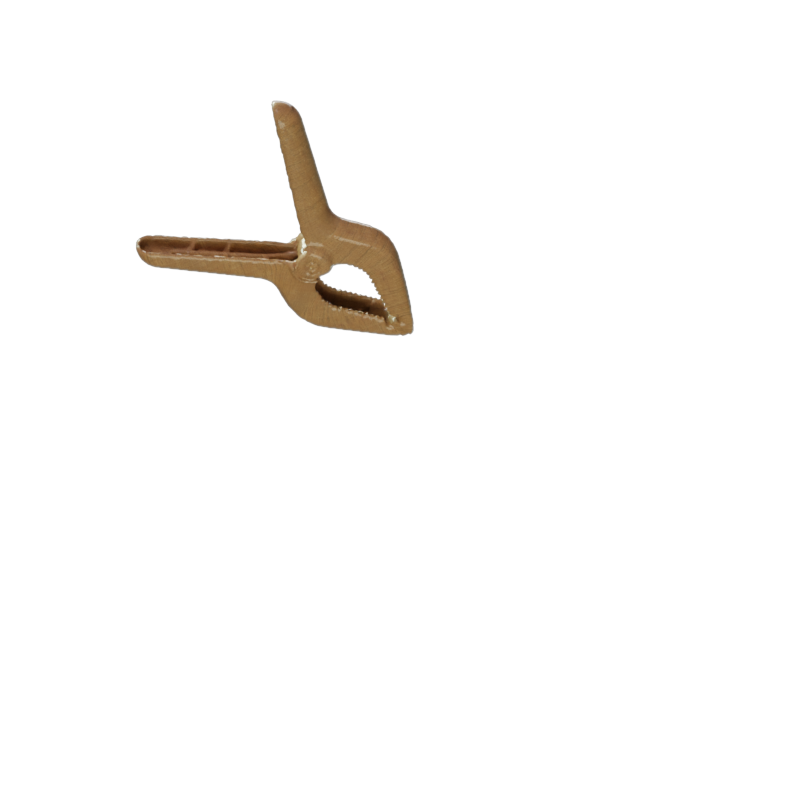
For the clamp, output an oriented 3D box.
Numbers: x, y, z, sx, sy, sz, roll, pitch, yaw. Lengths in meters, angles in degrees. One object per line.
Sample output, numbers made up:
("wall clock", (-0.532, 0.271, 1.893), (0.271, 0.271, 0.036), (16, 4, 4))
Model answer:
("clamp", (-0.063, -0.115, 0.804), (0.201, 0.039, 0.161), (29, -56, -22))
